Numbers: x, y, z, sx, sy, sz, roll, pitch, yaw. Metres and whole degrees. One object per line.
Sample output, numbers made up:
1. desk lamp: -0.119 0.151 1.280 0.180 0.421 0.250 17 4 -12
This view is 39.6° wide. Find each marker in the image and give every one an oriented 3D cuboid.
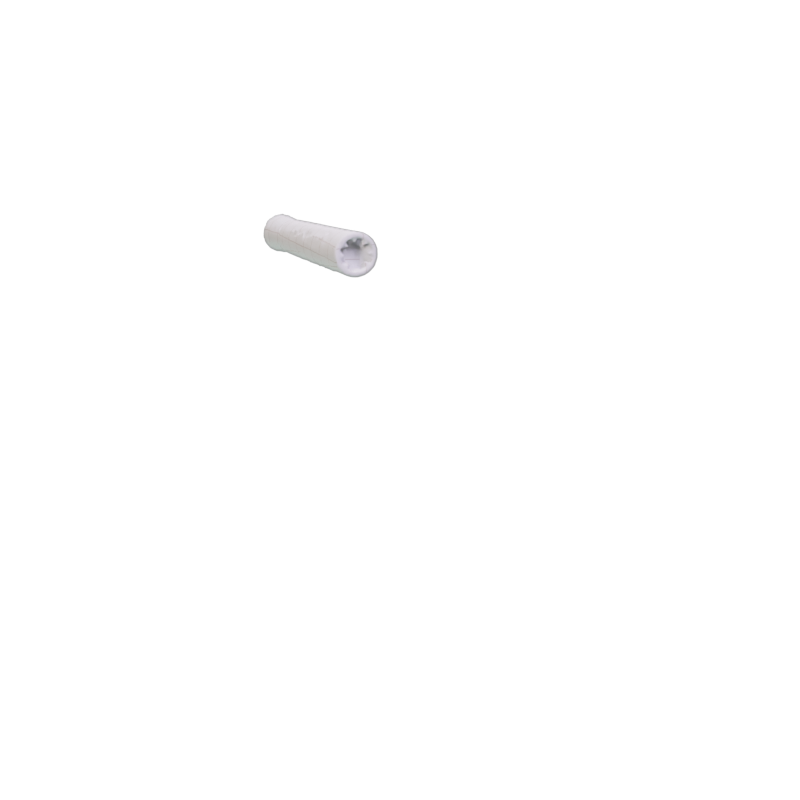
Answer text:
1. marker: -0.040 -0.072 0.504 0.019 0.019 0.126 -2 13 -20
